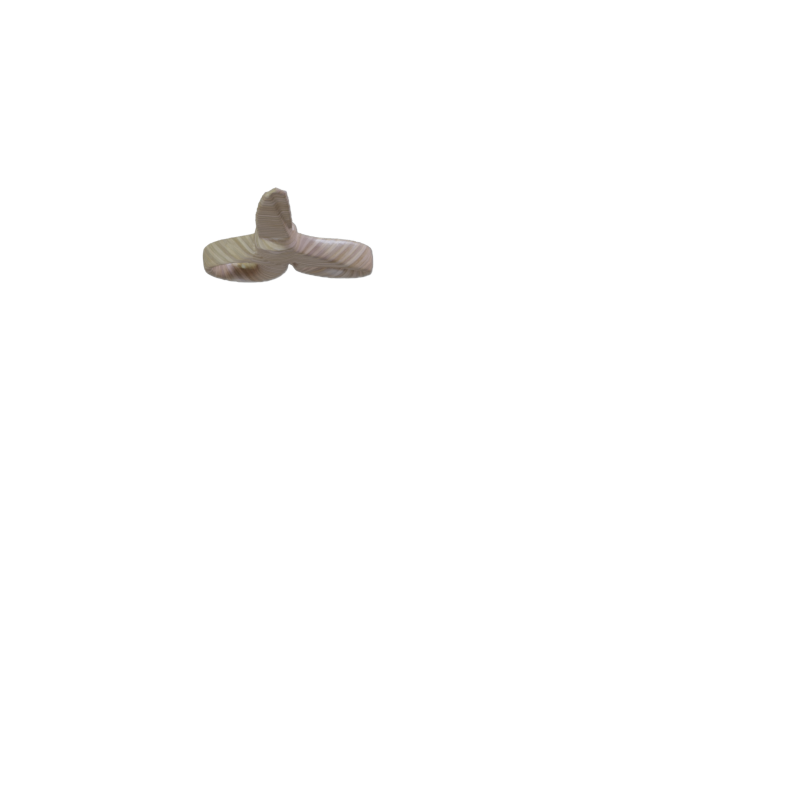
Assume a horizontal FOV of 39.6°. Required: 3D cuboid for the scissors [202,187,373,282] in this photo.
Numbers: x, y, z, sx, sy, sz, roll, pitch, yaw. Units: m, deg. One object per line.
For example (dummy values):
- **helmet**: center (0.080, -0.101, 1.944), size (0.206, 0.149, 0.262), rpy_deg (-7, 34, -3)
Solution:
- **scissors**: center (-0.040, -0.073, 0.510), size (0.094, 0.016, 0.204), rpy_deg (0, -1, -20)
